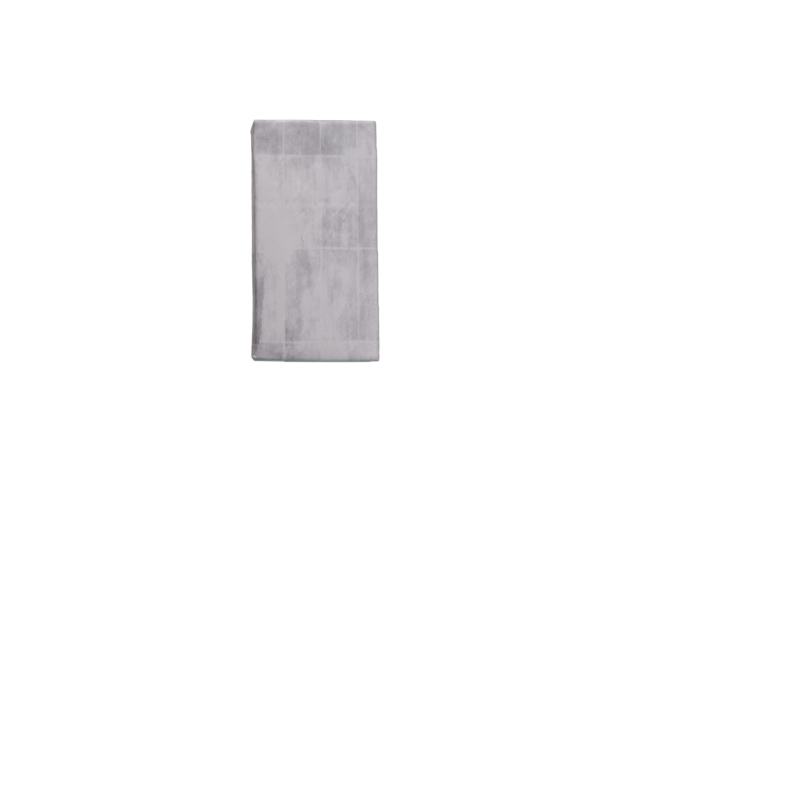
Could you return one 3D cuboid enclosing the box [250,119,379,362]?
[{"bbox_3d":[-0.064,-0.117,0.817,0.092,0.179,0.048,0,-5,-7],"label":"box"}]
